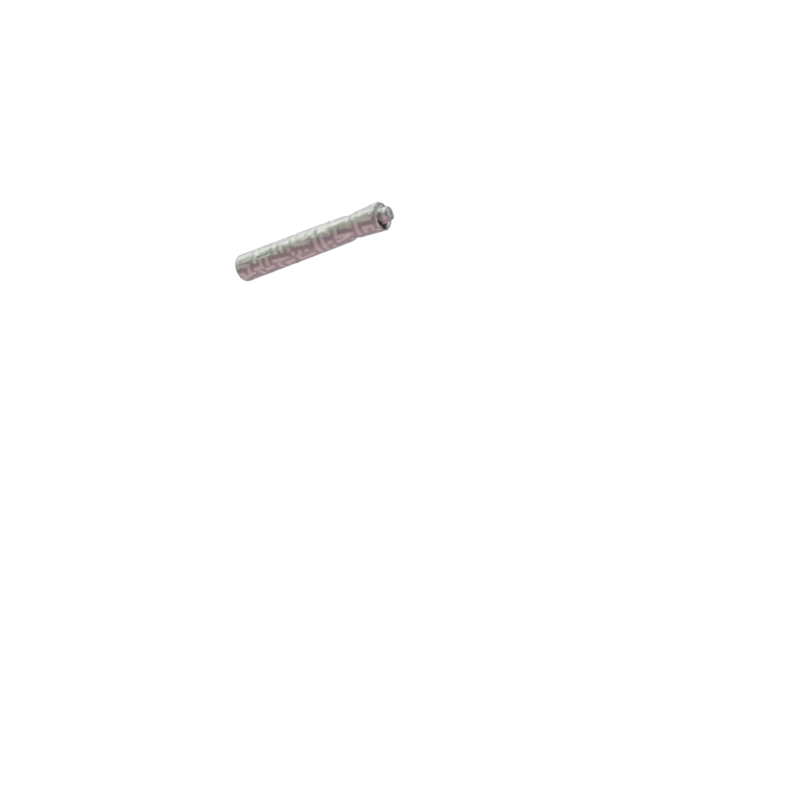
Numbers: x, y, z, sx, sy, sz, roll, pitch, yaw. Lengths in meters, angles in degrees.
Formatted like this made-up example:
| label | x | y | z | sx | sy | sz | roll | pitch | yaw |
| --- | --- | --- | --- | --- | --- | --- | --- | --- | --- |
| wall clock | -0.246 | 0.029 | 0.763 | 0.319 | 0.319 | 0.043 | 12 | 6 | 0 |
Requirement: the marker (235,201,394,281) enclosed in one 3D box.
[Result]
| label | x | y | z | sx | sy | sz | roll | pitch | yaw |
| --- | --- | --- | --- | --- | --- | --- | --- | --- | --- |
| marker | -0.056 | -0.102 | 0.713 | 0.123 | 0.020 | 0.019 | -15 | -5 | 33 |
